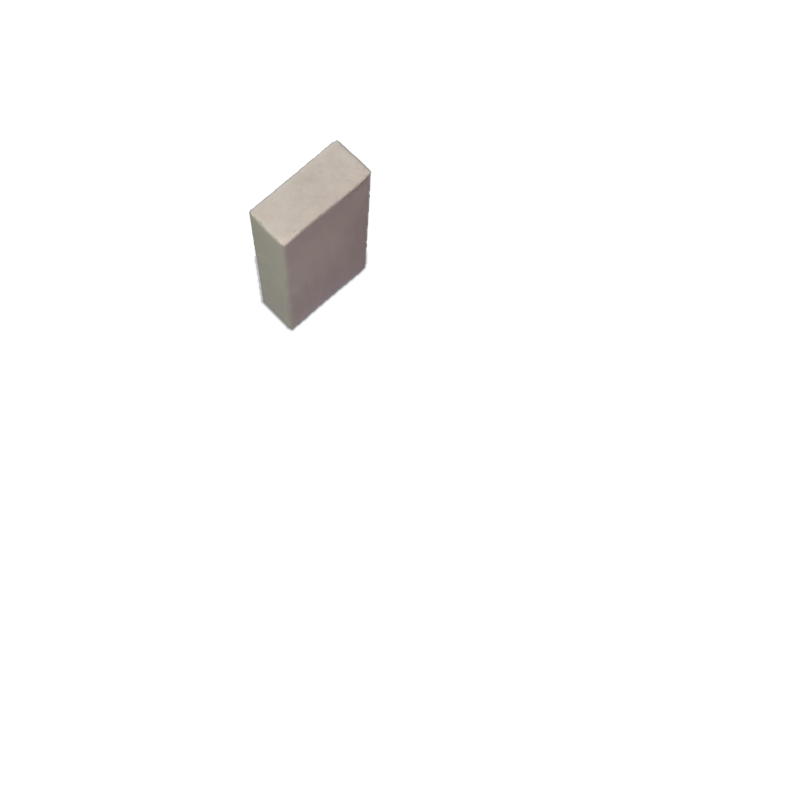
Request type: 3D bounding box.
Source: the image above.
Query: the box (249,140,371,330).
[{"bbox_3d":[-0.070,-0.128,0.897,0.094,0.050,0.169,-43,-9,-14],"label":"box"}]
